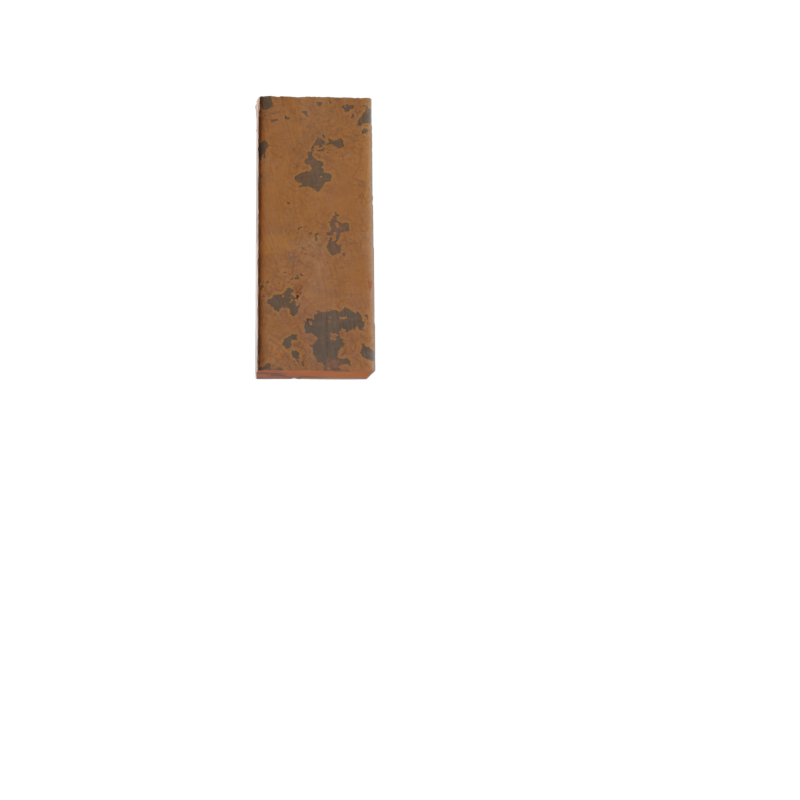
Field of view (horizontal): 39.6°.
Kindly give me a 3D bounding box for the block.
[{"bbox_3d":[-0.068,-0.123,0.858,0.090,0.212,0.089,0,-10,-5],"label":"block"}]
